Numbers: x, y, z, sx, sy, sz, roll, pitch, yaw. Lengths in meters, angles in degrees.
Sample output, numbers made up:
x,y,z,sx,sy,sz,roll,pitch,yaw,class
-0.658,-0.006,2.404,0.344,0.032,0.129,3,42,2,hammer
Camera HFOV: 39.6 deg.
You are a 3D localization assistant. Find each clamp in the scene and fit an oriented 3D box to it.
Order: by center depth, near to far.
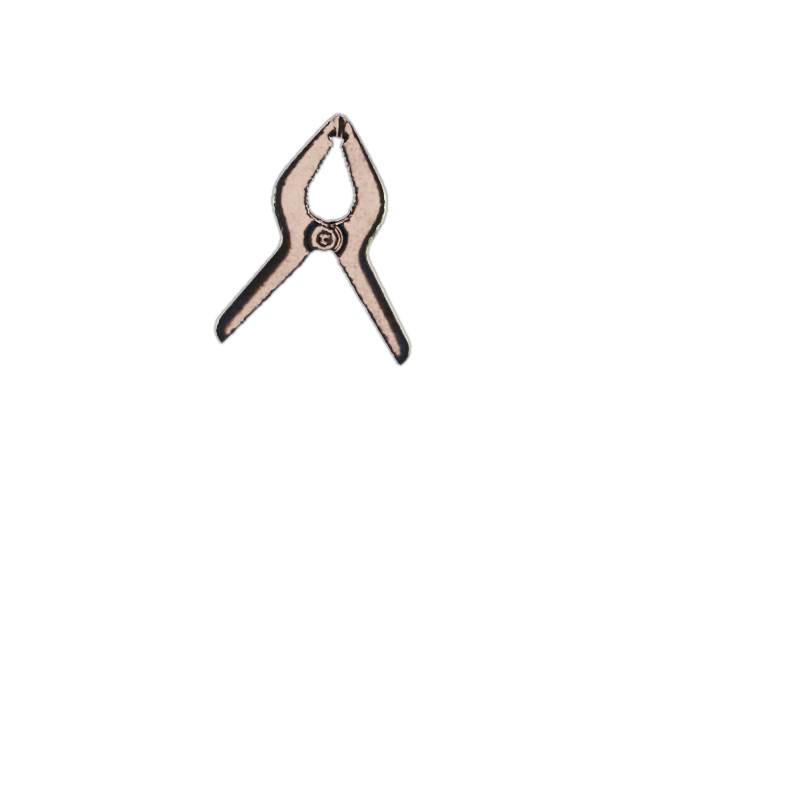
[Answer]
x,y,z,sx,sy,sz,roll,pitch,yaw,class
-0.072,-0.132,0.922,0.164,0.205,0.037,1,9,0,clamp
